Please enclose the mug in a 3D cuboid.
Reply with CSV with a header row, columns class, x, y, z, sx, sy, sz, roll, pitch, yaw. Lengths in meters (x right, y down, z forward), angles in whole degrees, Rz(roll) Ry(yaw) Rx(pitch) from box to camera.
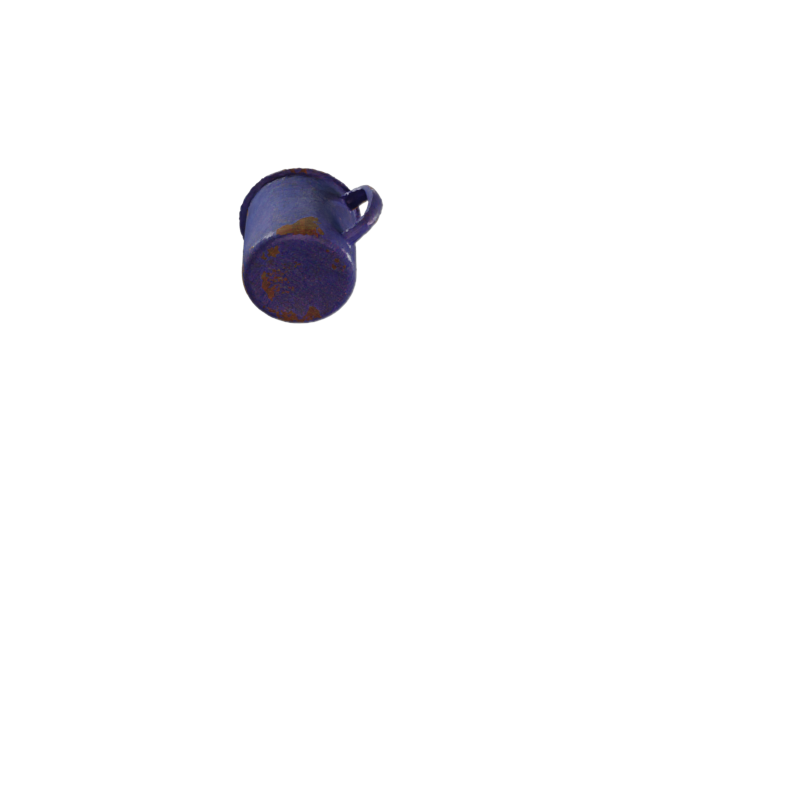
class,x,y,z,sx,sy,sz,roll,pitch,yaw
mug,-0.063,-0.115,0.804,0.117,0.087,0.087,-27,32,17
